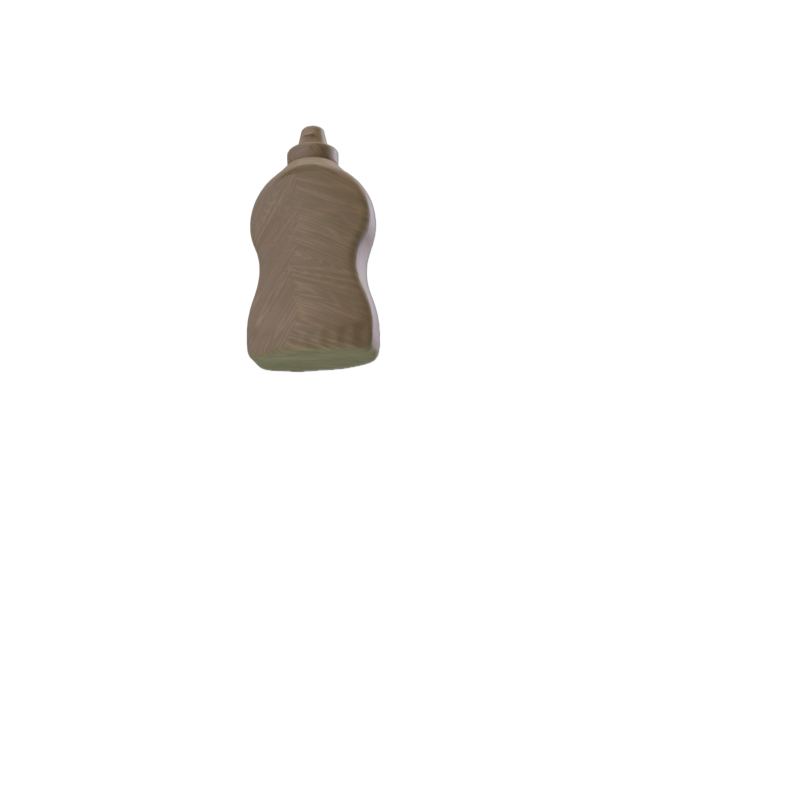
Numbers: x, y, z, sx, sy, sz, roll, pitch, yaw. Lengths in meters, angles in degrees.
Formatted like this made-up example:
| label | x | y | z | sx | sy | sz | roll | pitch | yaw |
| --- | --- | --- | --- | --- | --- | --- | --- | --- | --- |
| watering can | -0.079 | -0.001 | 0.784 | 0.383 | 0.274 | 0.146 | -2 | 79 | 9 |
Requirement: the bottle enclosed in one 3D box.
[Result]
| label | x | y | z | sx | sy | sz | roll | pitch | yaw |
| --- | --- | --- | --- | --- | --- | --- | --- | --- | --- |
| bottle | -0.066 | -0.121 | 0.845 | 0.097 | 0.201 | 0.055 | -6 | -22 | 12 |
